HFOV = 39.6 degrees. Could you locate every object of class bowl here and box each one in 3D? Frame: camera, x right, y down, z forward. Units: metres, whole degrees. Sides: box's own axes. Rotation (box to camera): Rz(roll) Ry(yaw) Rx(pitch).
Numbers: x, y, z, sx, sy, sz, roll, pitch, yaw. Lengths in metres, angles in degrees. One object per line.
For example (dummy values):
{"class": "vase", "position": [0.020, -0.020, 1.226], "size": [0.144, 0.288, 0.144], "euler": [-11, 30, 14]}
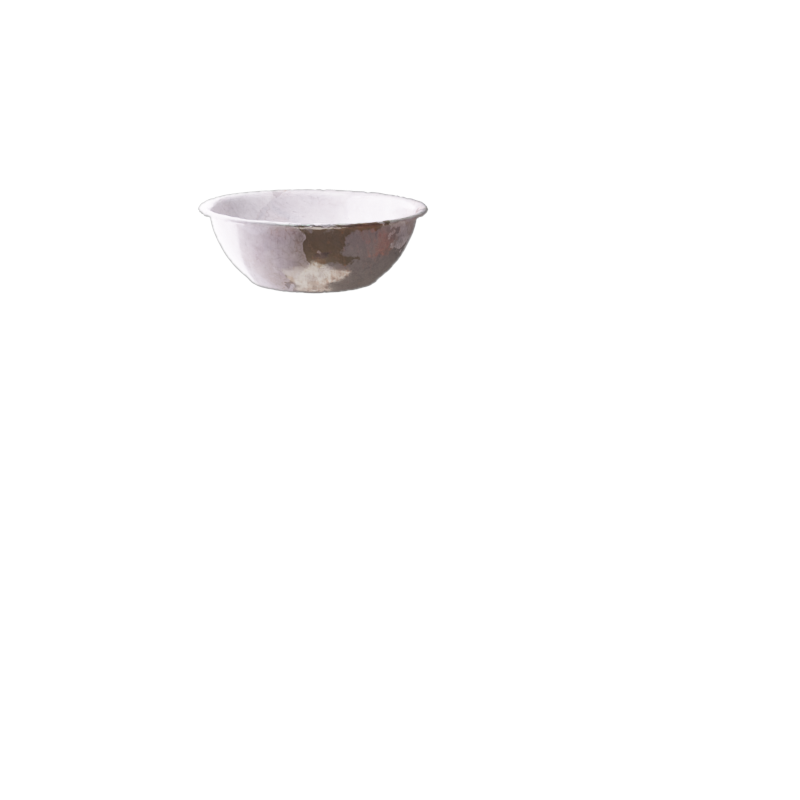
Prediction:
{"class": "bowl", "position": [-0.062, -0.112, 0.788], "size": [0.162, 0.053, 0.168], "euler": [-1, 17, -2]}
